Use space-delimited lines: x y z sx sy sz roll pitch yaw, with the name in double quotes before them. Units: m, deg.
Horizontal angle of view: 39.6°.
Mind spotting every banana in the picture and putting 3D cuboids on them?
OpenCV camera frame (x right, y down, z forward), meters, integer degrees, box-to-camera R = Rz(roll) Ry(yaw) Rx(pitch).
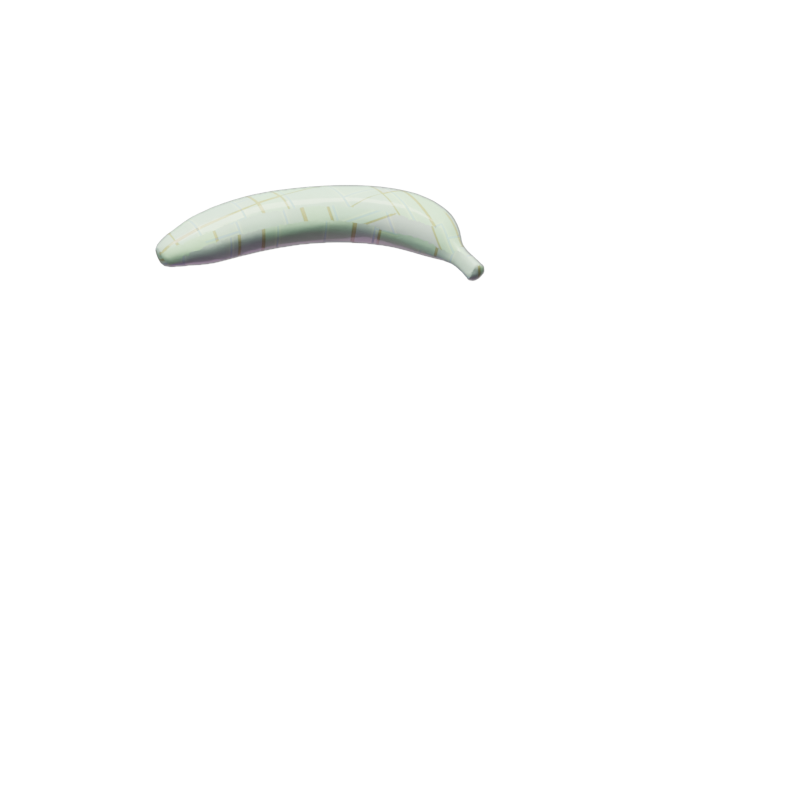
"banana" -0.049 -0.107 0.687 0.198 0.034 0.074 1 35 1
